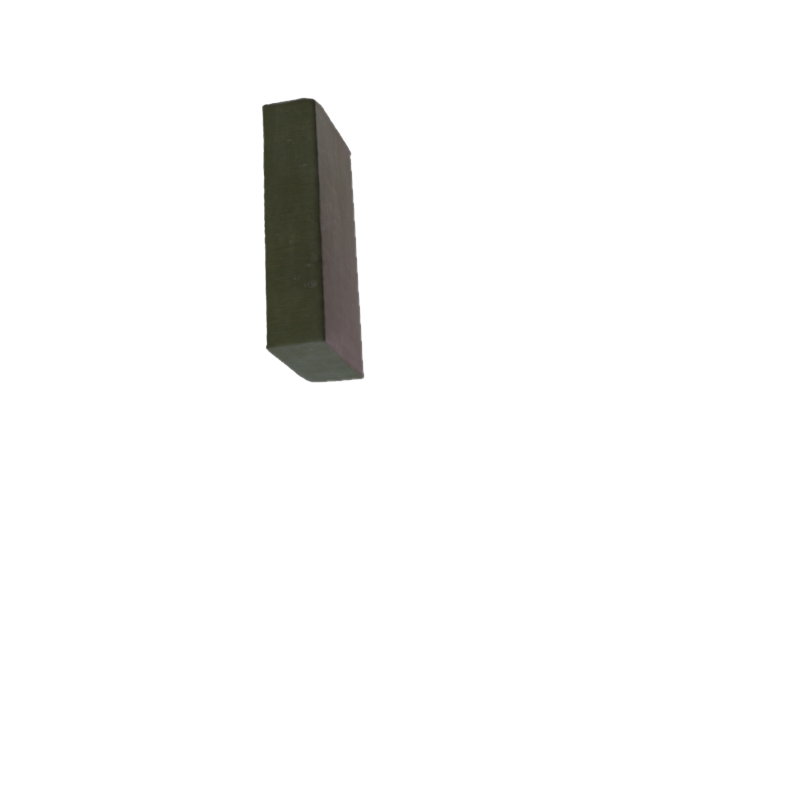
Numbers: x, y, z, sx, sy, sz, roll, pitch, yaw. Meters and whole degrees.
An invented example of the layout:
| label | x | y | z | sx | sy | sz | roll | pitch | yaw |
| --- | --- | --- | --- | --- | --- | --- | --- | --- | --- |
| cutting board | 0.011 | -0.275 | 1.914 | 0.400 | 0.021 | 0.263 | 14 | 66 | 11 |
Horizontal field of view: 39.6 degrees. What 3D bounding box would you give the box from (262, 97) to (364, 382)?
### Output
| label | x | y | z | sx | sy | sz | roll | pitch | yaw |
| --- | --- | --- | --- | --- | --- | --- | --- | --- | --- |
| box | -0.059 | -0.108 | 0.755 | 0.049 | 0.185 | 0.088 | -7 | -21 | 14 |
